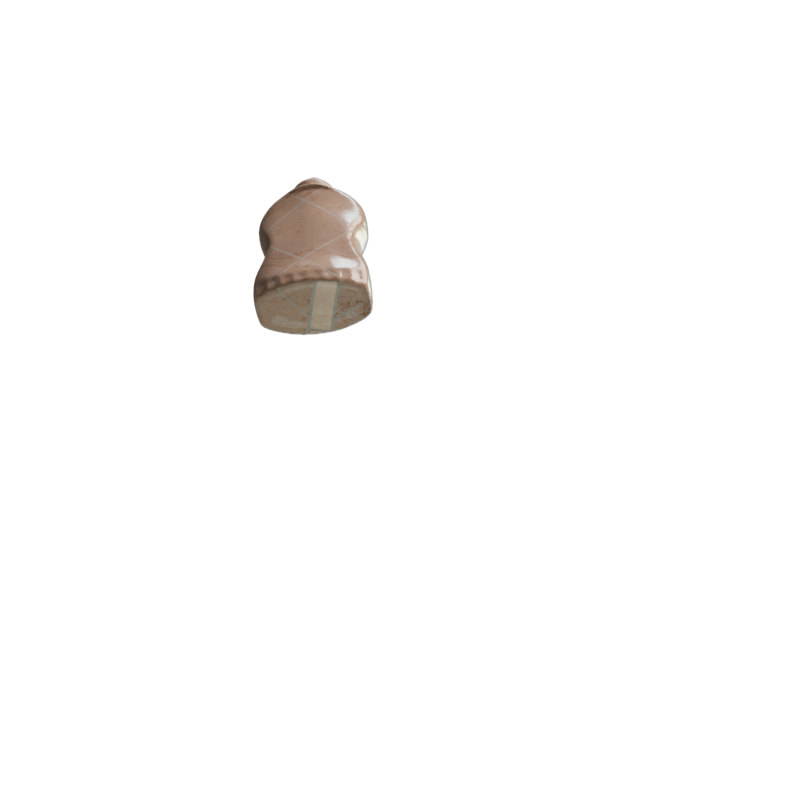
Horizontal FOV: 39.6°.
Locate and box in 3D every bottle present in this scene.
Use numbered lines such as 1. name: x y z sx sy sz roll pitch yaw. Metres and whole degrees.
1. bottle: -0.076 -0.138 0.969 0.096 0.054 0.205 -9 40 4
